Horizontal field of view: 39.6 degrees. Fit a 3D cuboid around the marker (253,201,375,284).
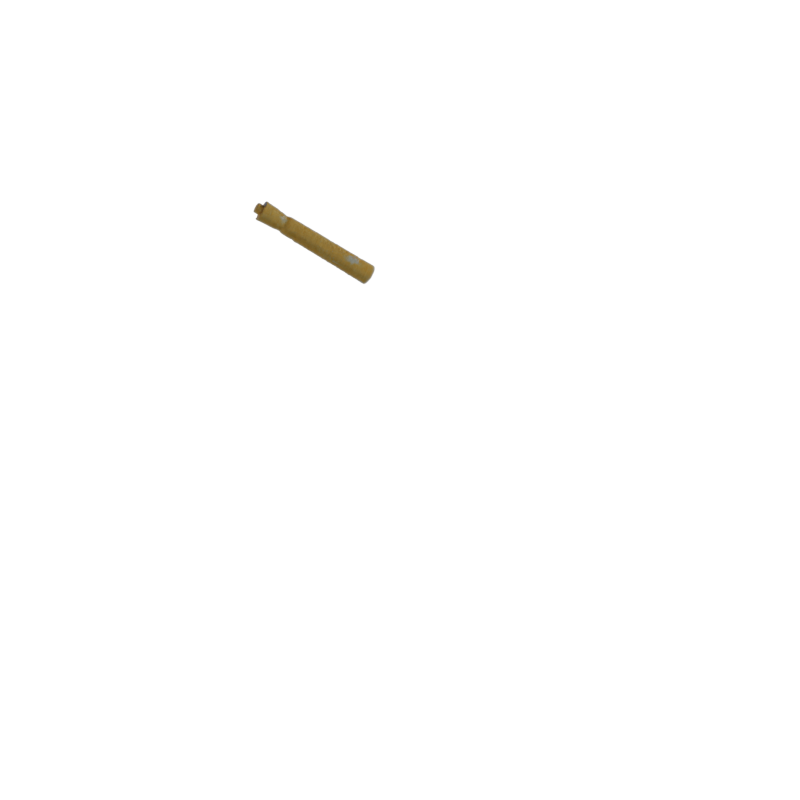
[{"bbox_3d":[-0.077,-0.141,0.989,0.117,0.020,0.020,30,-4,-12],"label":"marker"}]
